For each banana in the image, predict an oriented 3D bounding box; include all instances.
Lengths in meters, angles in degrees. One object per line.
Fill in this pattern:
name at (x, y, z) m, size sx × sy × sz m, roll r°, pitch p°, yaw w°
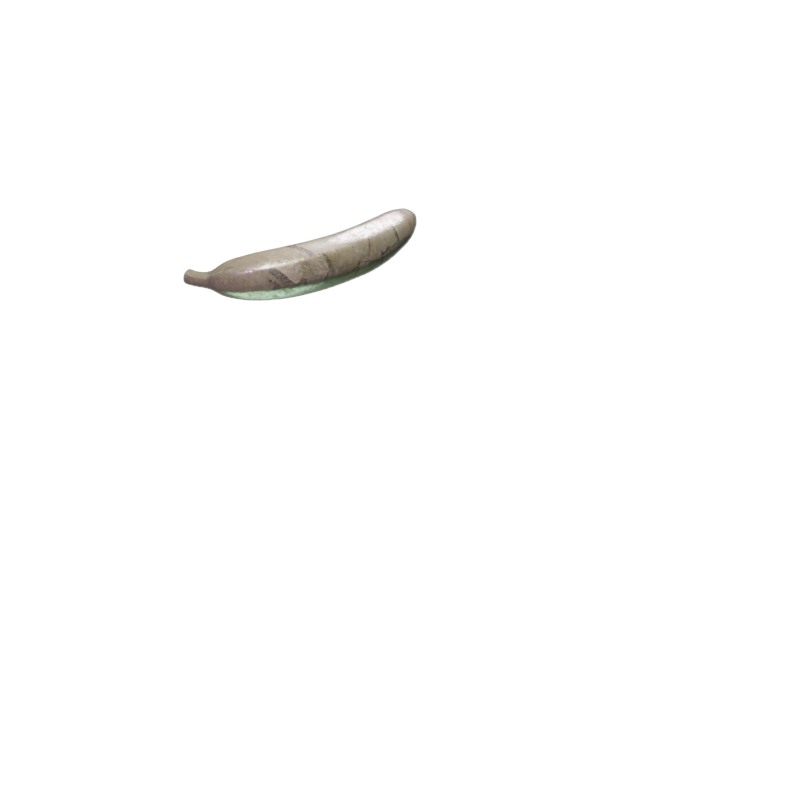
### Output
banana at (-0.061, -0.111, 0.837) m, size 0.195 × 0.034 × 0.075 m, roll -17°, pitch 38°, yaw -23°
